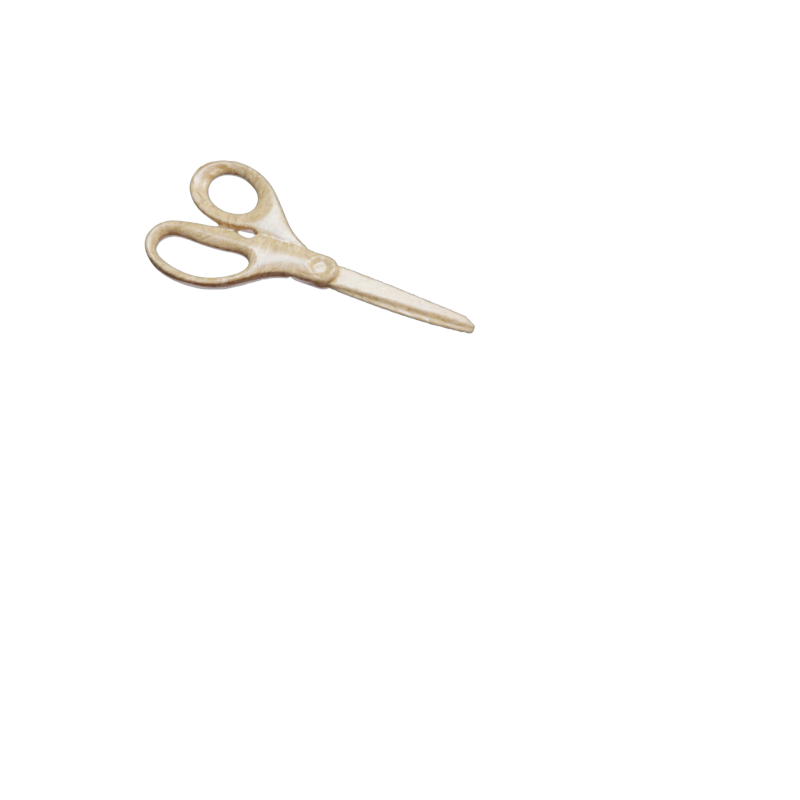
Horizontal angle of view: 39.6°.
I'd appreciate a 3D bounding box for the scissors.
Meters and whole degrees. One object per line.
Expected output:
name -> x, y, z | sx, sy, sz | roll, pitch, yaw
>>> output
scissors -> -0.053, -0.096, 0.675 | 0.203, 0.101, 0.015 | 6, -26, 3
